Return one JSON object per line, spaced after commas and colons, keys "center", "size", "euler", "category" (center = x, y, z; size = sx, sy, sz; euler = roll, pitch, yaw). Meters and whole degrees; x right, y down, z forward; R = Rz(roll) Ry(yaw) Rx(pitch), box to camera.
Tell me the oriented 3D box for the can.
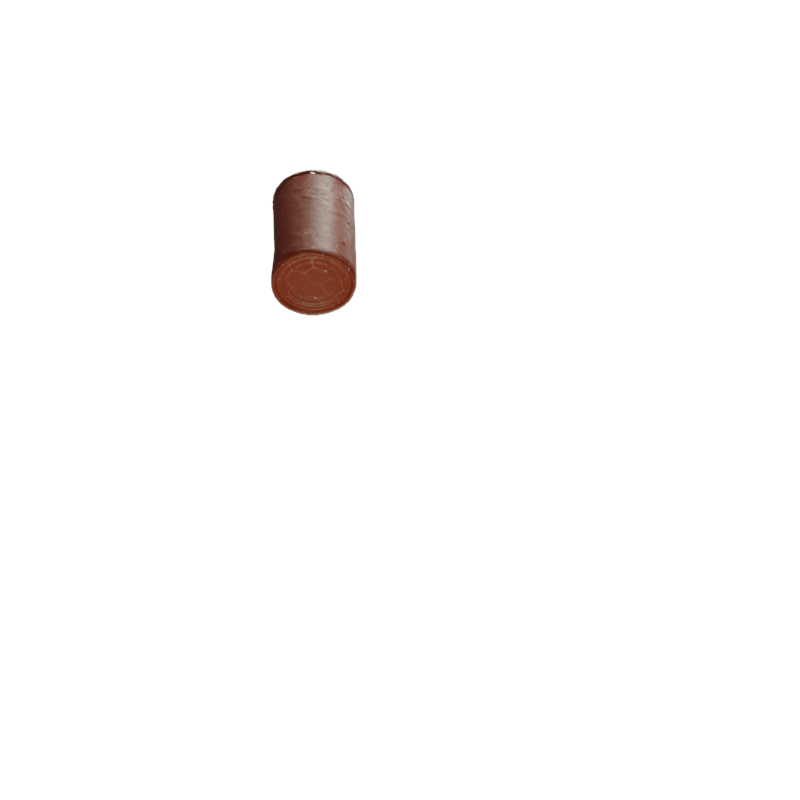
{"center": [-0.069, -0.126, 0.882], "size": [0.068, 0.110, 0.064], "euler": [-1, -45, -3], "category": "can"}
